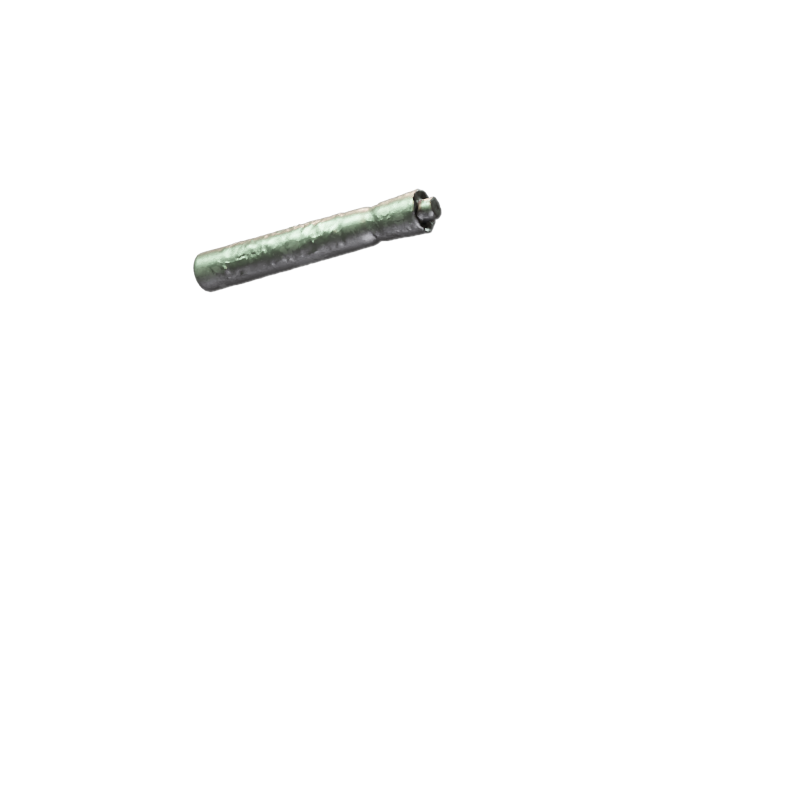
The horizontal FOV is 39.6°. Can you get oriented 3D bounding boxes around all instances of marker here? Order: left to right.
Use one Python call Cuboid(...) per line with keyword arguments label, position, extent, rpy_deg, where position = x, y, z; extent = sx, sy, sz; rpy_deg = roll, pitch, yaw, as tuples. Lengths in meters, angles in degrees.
Cuboid(label="marker", position=(-0.037, -0.068, 0.479), extent=(0.123, 0.020, 0.019), rpy_deg=(-11, -2, 31))
